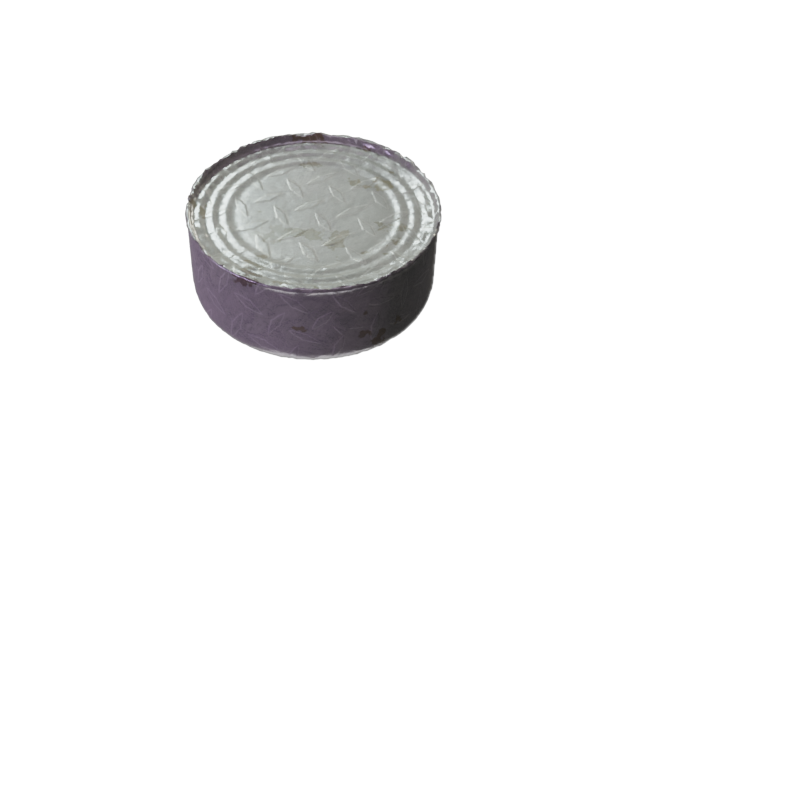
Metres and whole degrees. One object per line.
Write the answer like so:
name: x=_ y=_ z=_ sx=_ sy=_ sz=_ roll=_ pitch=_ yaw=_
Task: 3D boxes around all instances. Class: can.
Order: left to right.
can: x=-0.030 y=-0.055 z=0.382 sx=0.086 sy=0.031 sz=0.092 roll=-1 pitch=44 yaw=-1
